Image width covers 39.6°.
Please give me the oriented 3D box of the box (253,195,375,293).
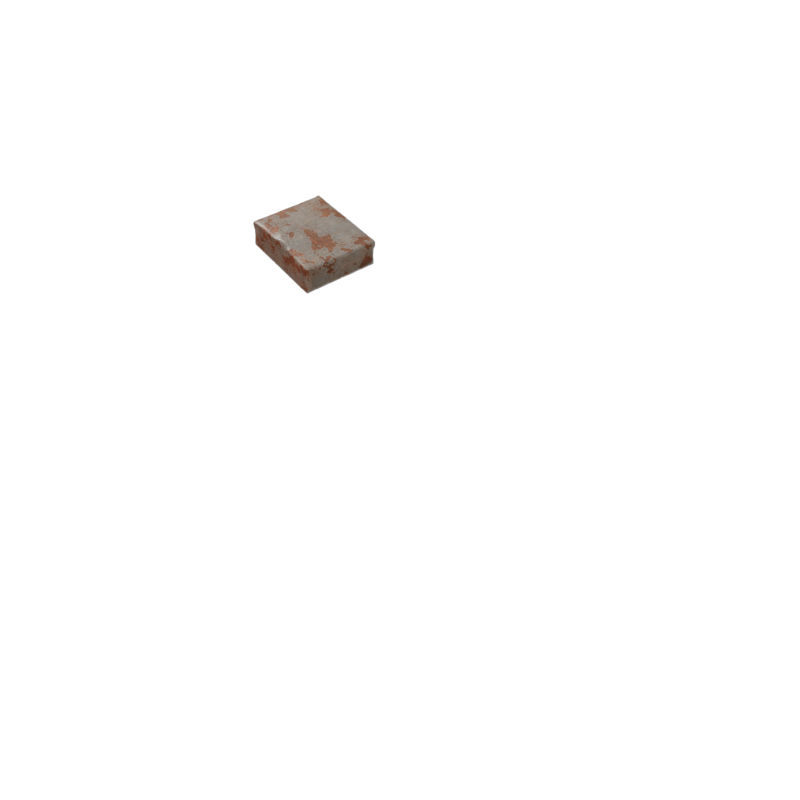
[{"bbox_3d":[-0.078,-0.142,0.991,0.073,0.028,0.096,-25,48,-26],"label":"box"}]
